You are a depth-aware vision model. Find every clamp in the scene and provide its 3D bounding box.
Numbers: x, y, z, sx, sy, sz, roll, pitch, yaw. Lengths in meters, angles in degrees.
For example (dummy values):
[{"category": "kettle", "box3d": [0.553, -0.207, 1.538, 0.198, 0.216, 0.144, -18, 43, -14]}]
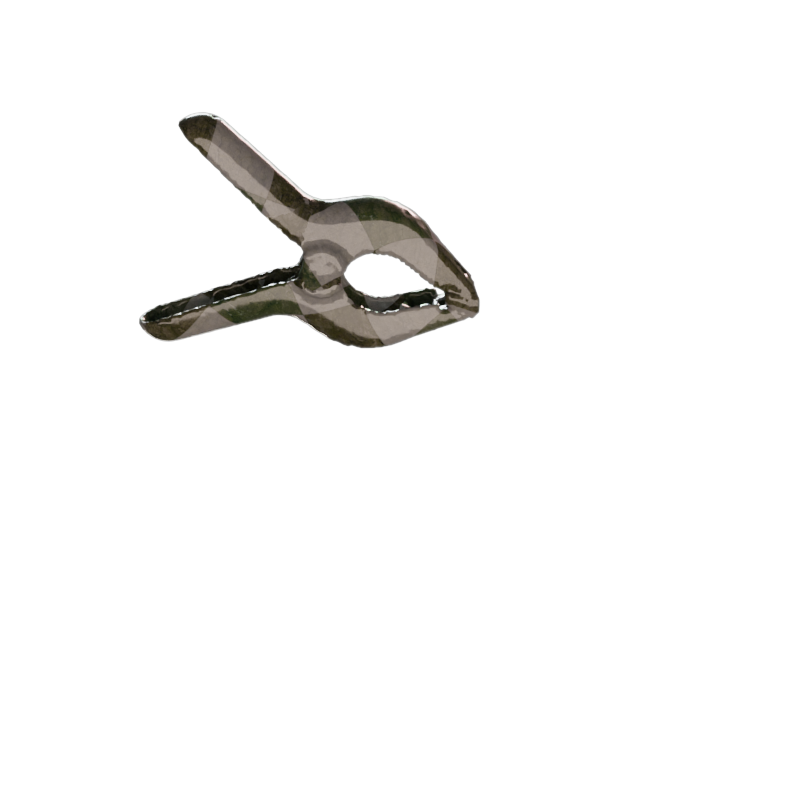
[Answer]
[{"category": "clamp", "box3d": [-0.043, -0.079, 0.553, 0.171, 0.114, 0.041, 4, 28, -3]}]
